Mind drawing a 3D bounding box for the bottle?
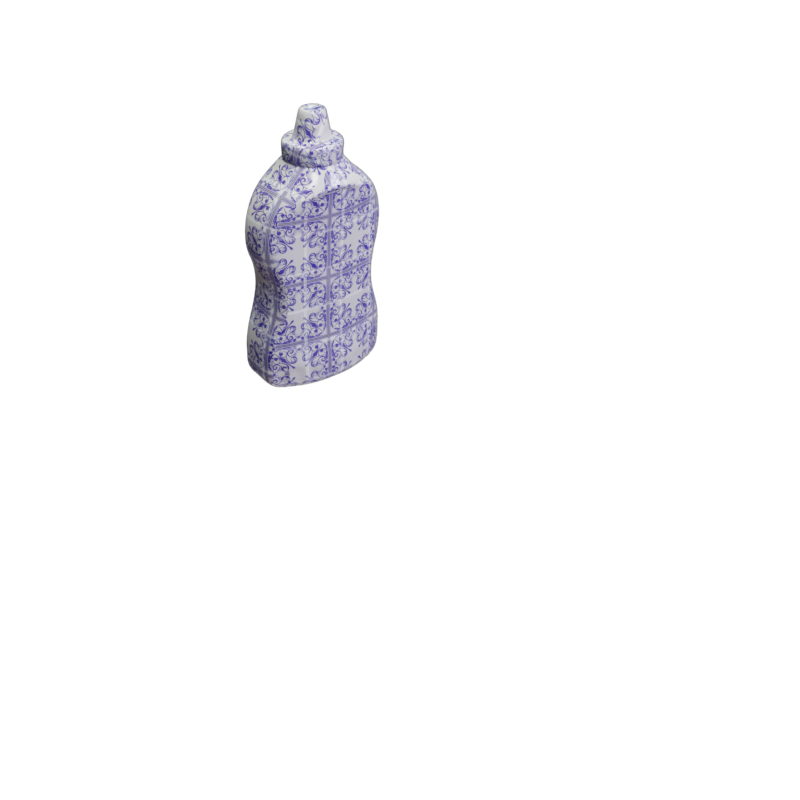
[{"bbox_3d":[-0.059,-0.107,0.748,0.095,0.180,0.063,-19,36,-31],"label":"bottle"}]
